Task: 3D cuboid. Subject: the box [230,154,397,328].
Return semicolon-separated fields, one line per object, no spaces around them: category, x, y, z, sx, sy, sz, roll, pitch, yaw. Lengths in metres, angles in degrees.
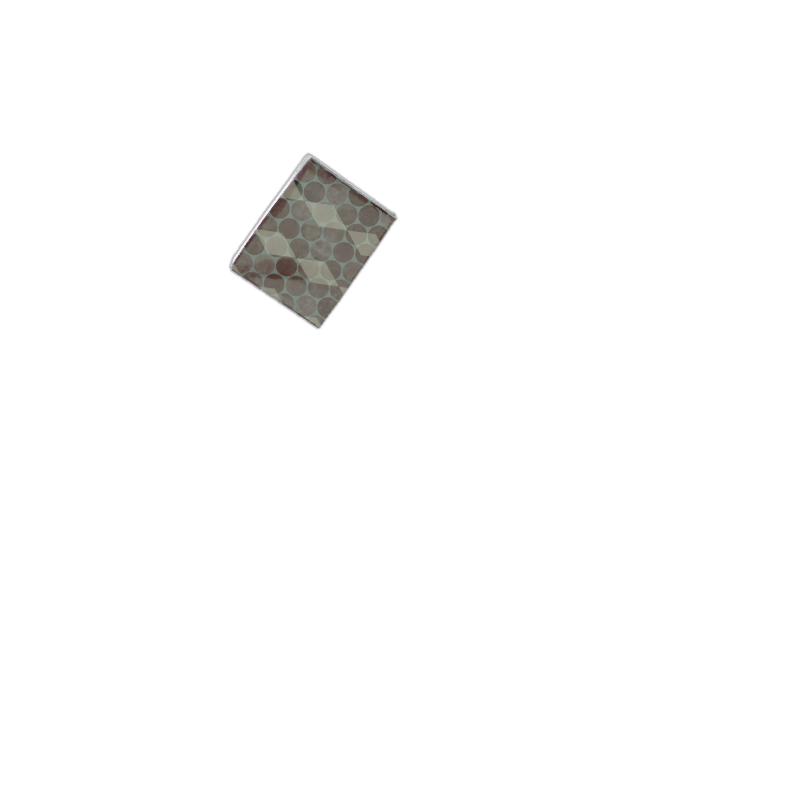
box;-0.071;-0.129;0.900;0.089;0.112;0.040;36;8;-7
